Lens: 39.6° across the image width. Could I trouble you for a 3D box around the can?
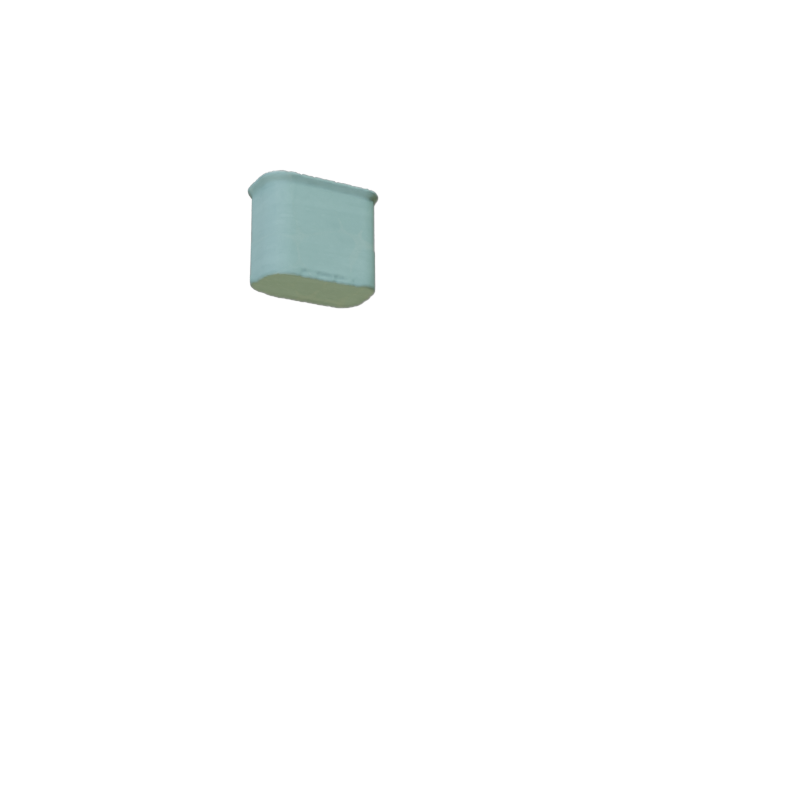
[{"bbox_3d":[-0.068,-0.123,0.864,0.098,0.088,0.057,9,-22,-27],"label":"can"}]
